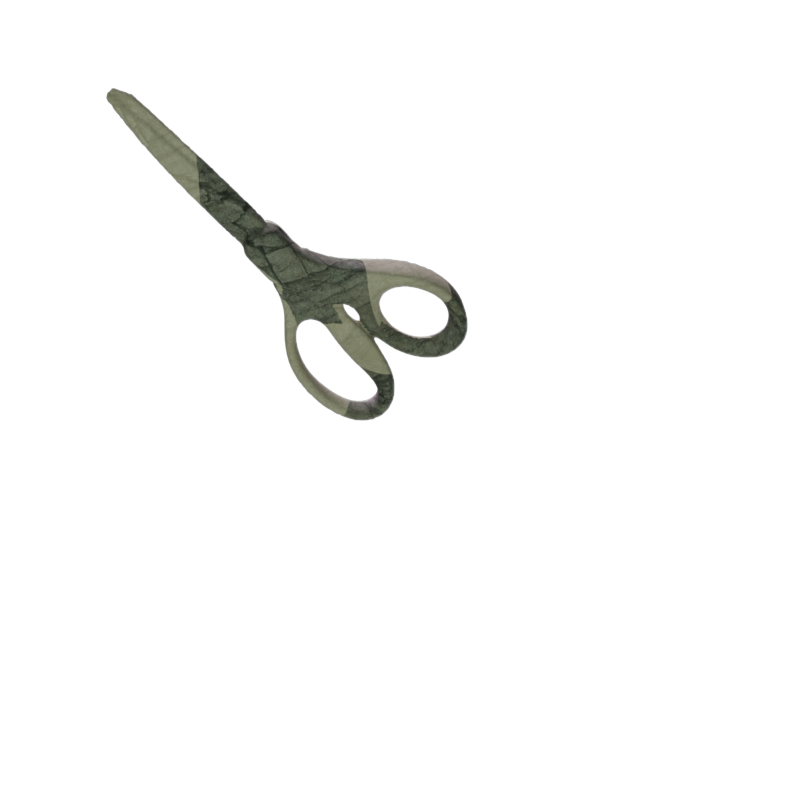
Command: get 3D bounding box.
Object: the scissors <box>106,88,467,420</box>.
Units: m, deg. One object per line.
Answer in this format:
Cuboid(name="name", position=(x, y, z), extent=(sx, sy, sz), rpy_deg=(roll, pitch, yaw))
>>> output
Cuboid(name="scissors", position=(-0.039, -0.070, 0.492), extent=(0.097, 0.188, 0.017), rpy_deg=(-20, 31, 13))
